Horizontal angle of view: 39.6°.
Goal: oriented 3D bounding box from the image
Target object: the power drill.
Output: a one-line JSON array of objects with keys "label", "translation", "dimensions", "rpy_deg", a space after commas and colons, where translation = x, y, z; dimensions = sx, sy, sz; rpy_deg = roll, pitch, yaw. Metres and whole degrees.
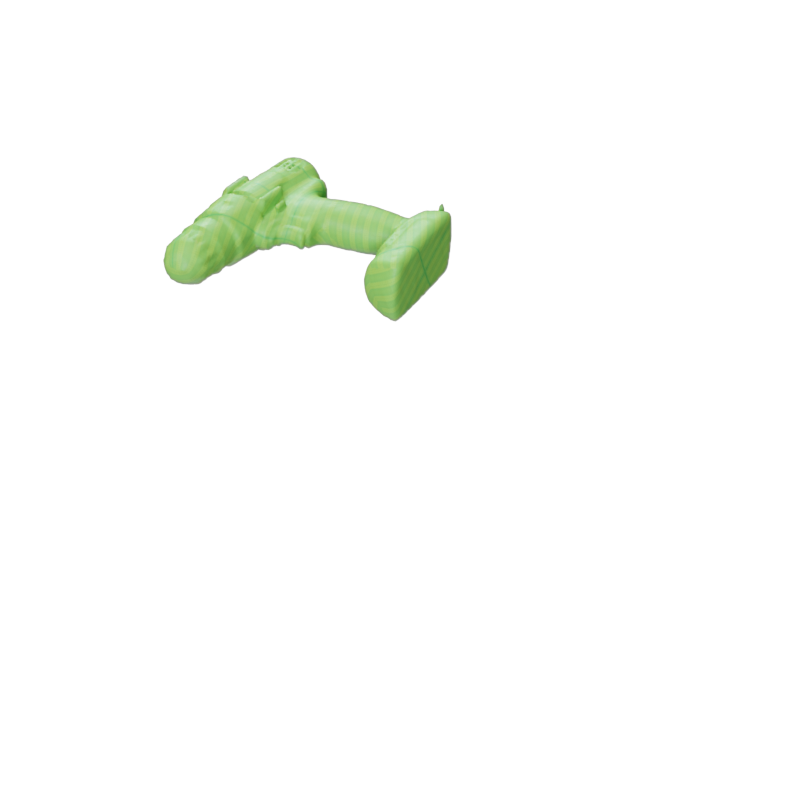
[{"label": "power drill", "translation": [-0.068, -0.125, 0.874], "dimensions": [0.197, 0.054, 0.188], "rpy_deg": [20, 43, 23]}]
